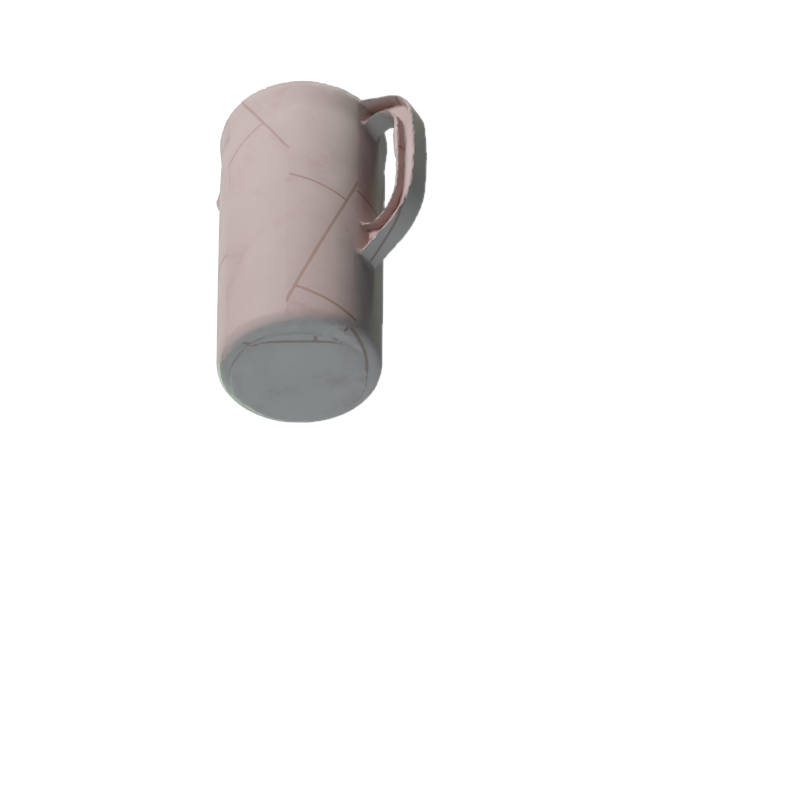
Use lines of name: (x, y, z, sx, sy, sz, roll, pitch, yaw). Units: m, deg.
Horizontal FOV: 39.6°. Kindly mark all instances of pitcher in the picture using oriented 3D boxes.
pitcher: (-0.062, -0.113, 0.793, 0.143, 0.261, 0.141, 6, -43, -10)
